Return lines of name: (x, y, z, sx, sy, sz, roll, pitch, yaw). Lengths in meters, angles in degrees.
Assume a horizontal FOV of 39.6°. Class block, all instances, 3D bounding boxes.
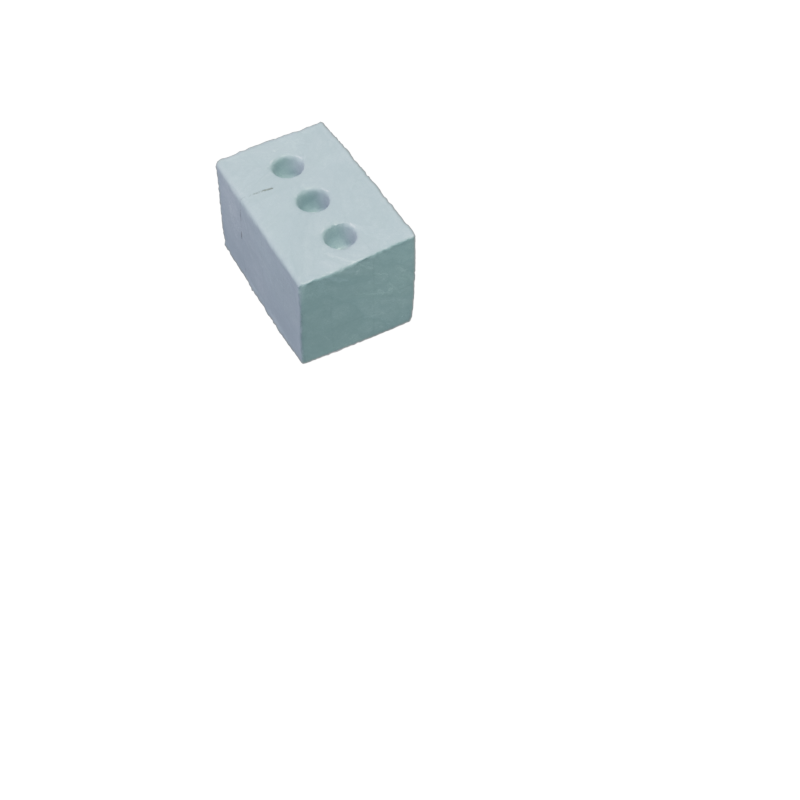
block: (-0.036, -0.065, 0.456, 0.052, 0.084, 0.048, -23, -35, -19)
